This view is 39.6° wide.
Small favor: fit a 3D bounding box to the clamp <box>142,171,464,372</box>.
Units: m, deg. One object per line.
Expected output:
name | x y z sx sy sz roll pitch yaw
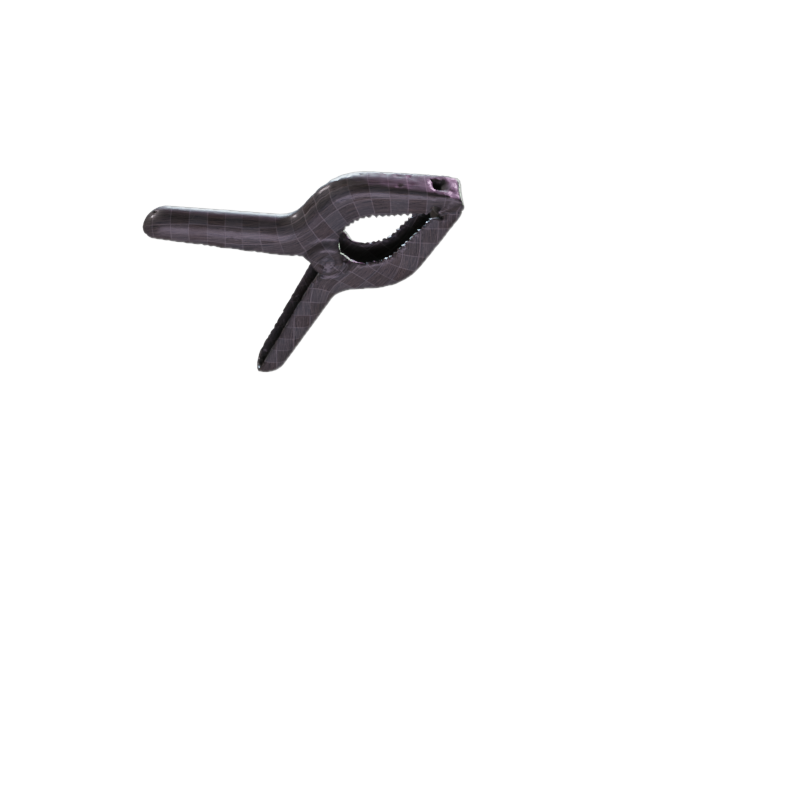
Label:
clamp | -0.059 -0.108 0.760 0.210 0.039 0.153 -26 -51 23
